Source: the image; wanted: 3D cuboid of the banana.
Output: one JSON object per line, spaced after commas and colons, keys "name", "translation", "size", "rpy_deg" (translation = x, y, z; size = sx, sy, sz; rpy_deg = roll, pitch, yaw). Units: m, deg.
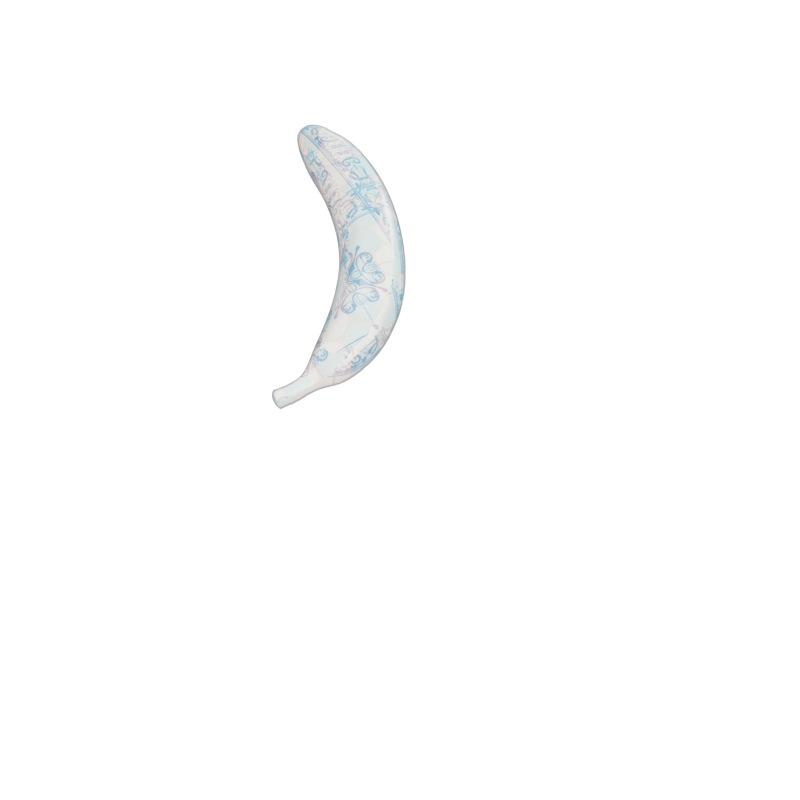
{"name": "banana", "translation": [-0.031, -0.086, 0.634], "size": [0.070, 0.211, 0.034], "rpy_deg": [2, -36, 0]}
